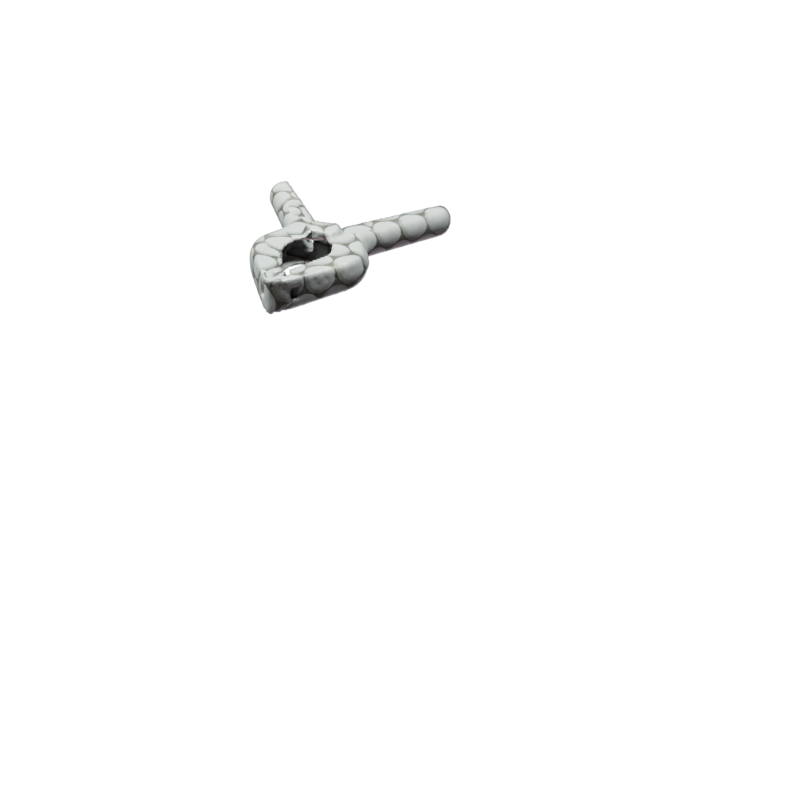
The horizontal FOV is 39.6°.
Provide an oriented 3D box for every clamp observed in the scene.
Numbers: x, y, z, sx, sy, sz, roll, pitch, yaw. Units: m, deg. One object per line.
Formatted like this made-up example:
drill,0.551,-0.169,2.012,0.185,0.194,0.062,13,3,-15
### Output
clamp,-0.071,-0.129,0.905,0.171,0.034,0.214,14,33,22
